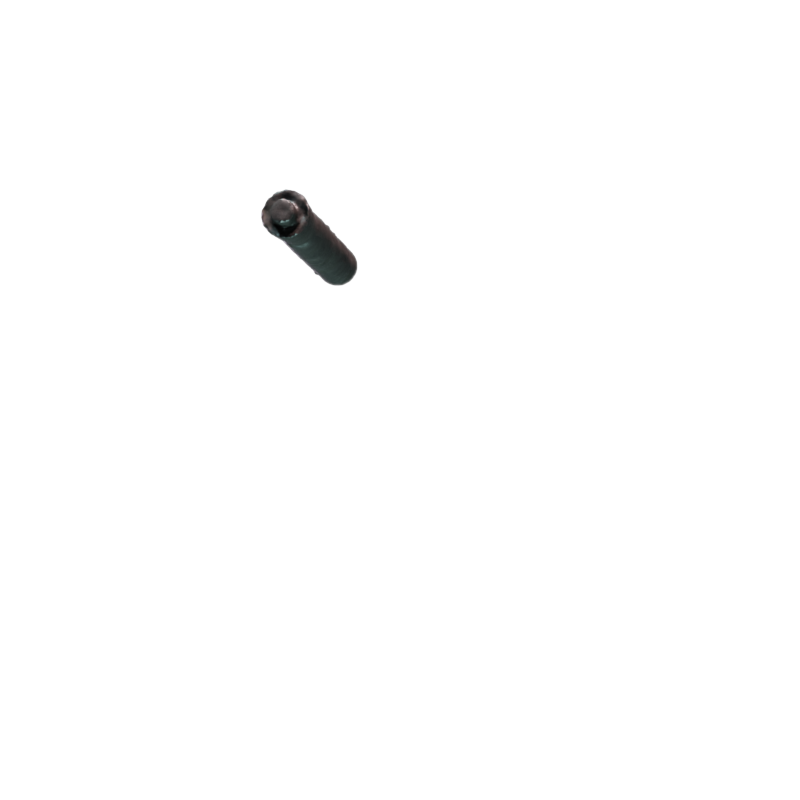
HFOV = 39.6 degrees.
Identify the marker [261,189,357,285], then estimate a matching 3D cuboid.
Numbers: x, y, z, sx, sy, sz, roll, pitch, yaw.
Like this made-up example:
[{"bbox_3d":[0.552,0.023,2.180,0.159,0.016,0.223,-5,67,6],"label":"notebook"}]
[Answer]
[{"bbox_3d":[-0.037,-0.067,0.468,0.020,0.020,0.117,1,-3,7],"label":"marker"}]
